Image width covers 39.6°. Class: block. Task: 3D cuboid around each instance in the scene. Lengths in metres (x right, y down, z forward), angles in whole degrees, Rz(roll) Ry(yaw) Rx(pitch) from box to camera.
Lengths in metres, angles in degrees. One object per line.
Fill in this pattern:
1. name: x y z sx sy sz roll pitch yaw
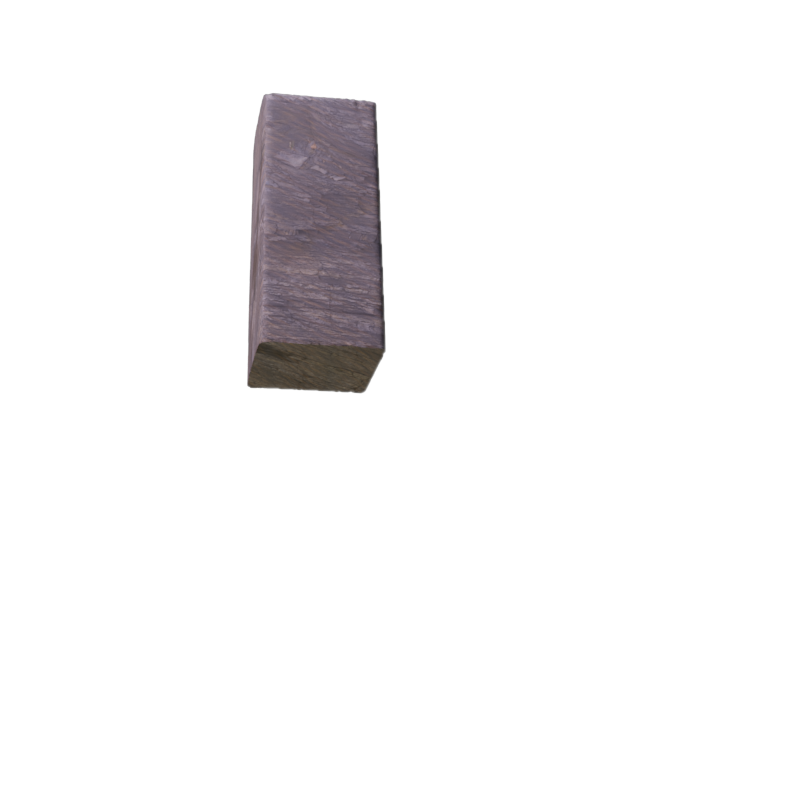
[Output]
1. block: -0.066 -0.120 0.838 0.089 0.218 0.086 3 -26 -10
